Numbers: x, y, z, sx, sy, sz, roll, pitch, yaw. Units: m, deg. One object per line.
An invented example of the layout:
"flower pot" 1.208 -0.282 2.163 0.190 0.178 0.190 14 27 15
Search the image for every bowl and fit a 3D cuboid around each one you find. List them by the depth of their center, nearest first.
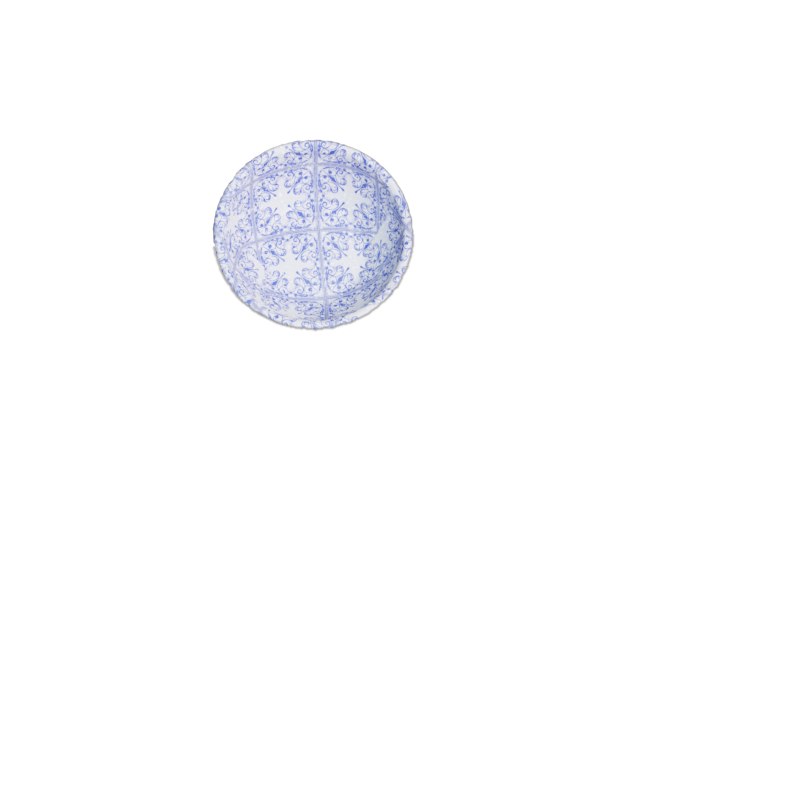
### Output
"bowl" -0.072 -0.131 0.916 0.162 0.169 0.053 -1 -17 -1
